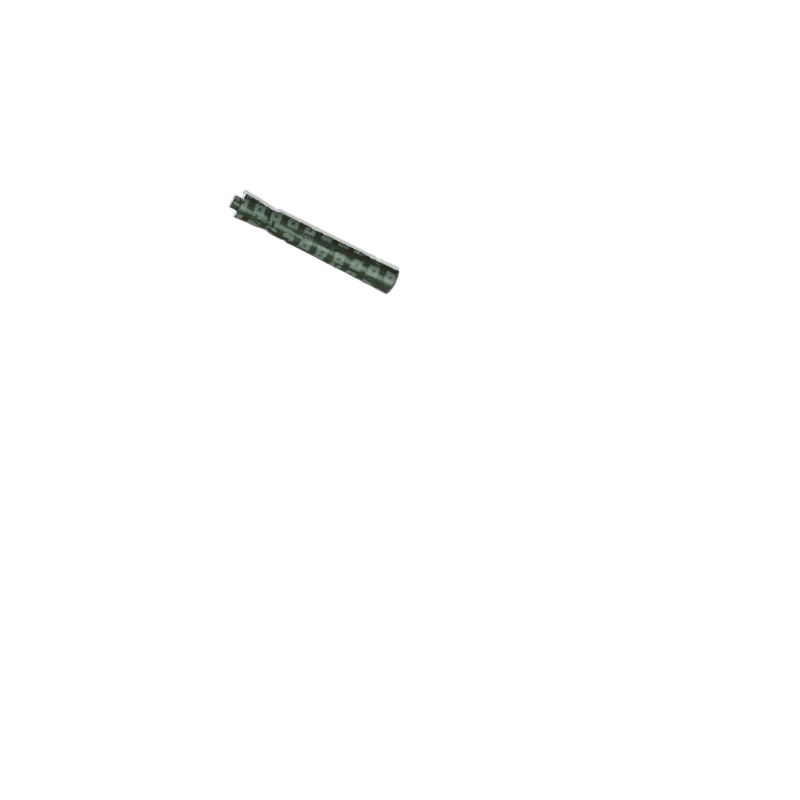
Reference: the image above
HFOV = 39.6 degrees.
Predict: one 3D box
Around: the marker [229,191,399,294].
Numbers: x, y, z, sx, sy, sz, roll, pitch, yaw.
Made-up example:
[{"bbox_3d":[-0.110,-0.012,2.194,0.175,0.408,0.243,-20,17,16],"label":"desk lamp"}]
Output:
[{"bbox_3d":[-0.057,-0.105,0.732,0.118,0.020,0.020,26,-2,-9],"label":"marker"}]
